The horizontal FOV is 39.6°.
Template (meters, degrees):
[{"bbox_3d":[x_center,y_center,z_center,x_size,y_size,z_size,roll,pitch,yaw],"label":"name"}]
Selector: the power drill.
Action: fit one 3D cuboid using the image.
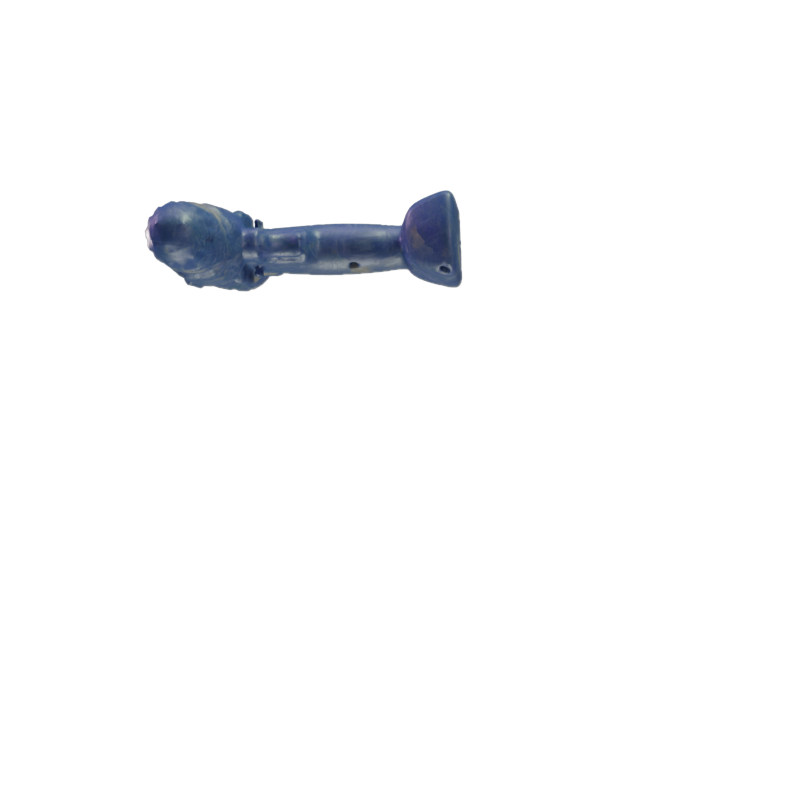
[{"bbox_3d":[-0.056,-0.102,0.717,0.190,0.058,0.181,0,2,9],"label":"power drill"}]
